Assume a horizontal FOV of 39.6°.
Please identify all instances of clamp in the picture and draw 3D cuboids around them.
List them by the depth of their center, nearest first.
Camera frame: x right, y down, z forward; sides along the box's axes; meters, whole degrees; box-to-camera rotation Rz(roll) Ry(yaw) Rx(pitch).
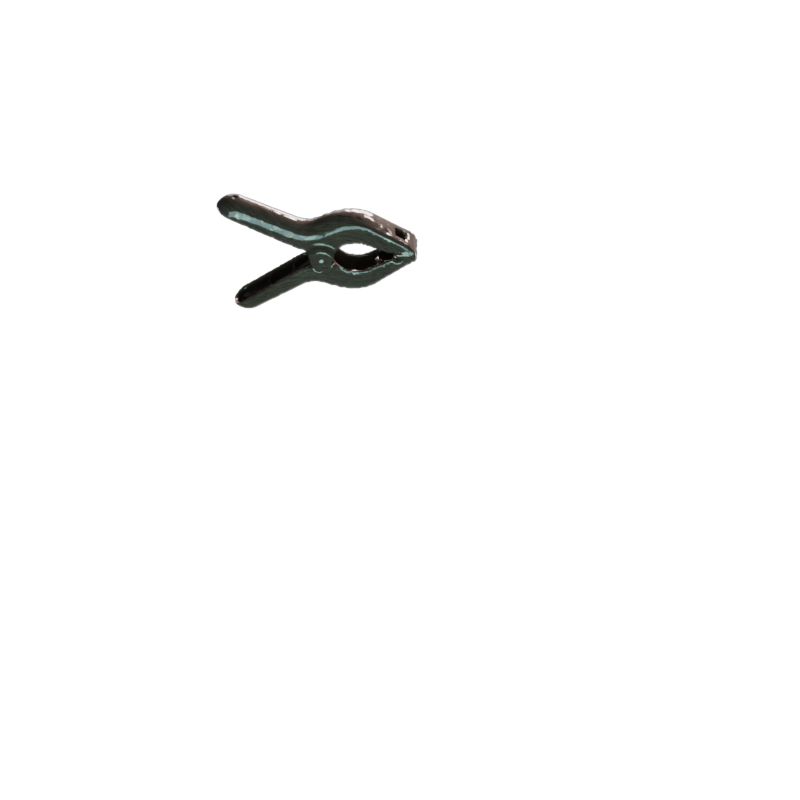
[{"bbox_3d":[-0.074,-0.135,0.947,0.173,0.042,0.111,-9,-42,10],"label":"clamp"}]
